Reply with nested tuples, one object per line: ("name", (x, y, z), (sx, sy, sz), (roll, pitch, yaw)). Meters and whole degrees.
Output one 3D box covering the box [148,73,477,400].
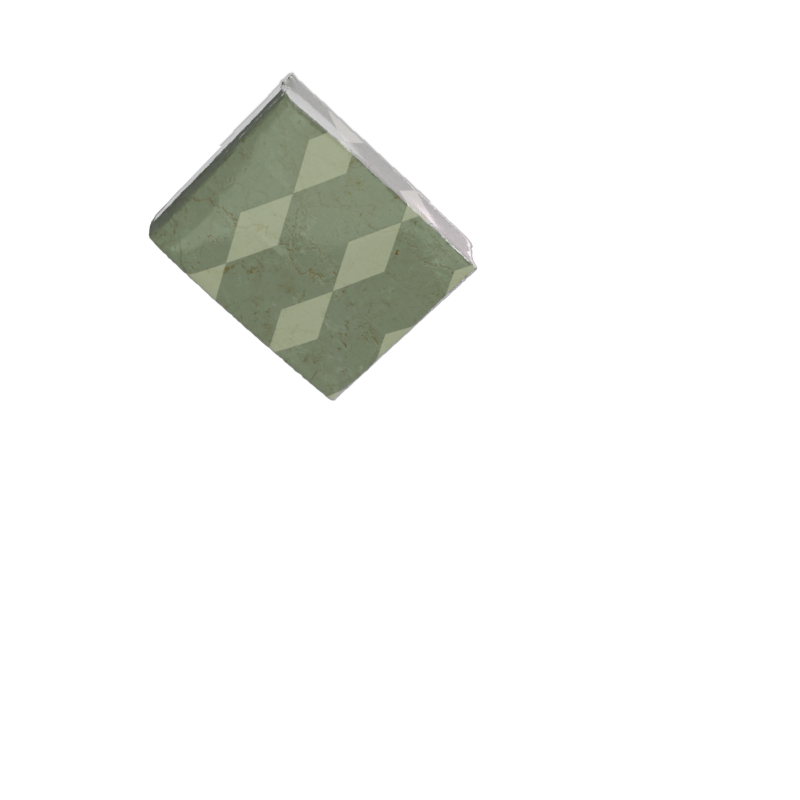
("box", (-0.037, -0.068, 0.476), (0.109, 0.089, 0.041), (42, 17, -16))
